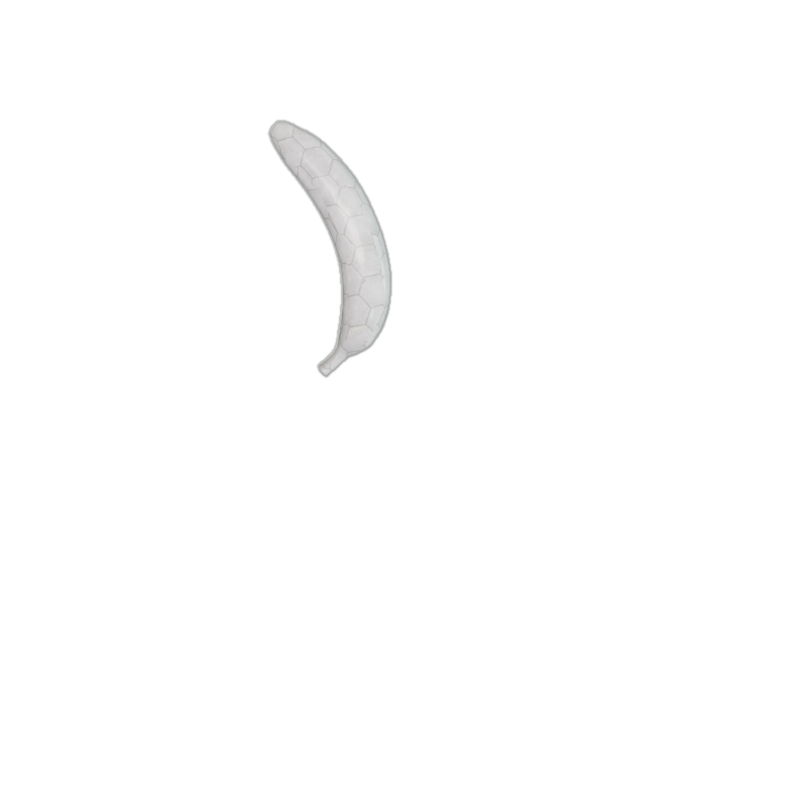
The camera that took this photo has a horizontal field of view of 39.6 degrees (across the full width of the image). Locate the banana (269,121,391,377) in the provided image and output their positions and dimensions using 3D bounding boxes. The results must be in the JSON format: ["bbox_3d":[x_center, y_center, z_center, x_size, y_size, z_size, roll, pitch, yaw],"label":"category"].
[{"bbox_3d":[-0.047,-0.119,0.837,0.069,0.199,0.037,-12,-1,-1],"label":"banana"}]
